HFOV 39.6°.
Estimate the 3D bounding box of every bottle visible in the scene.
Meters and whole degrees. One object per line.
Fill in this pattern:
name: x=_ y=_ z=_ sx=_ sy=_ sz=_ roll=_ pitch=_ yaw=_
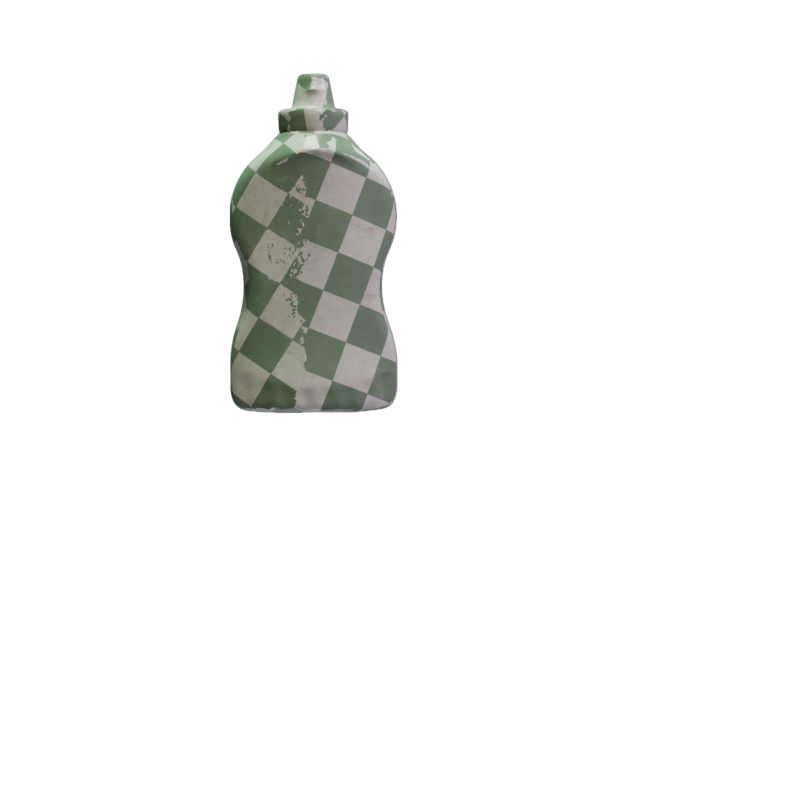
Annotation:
bottle: x=-0.050 y=-0.091 z=0.639 sx=0.096 sy=0.191 sz=0.059 roll=0 pitch=1 yaw=-3
